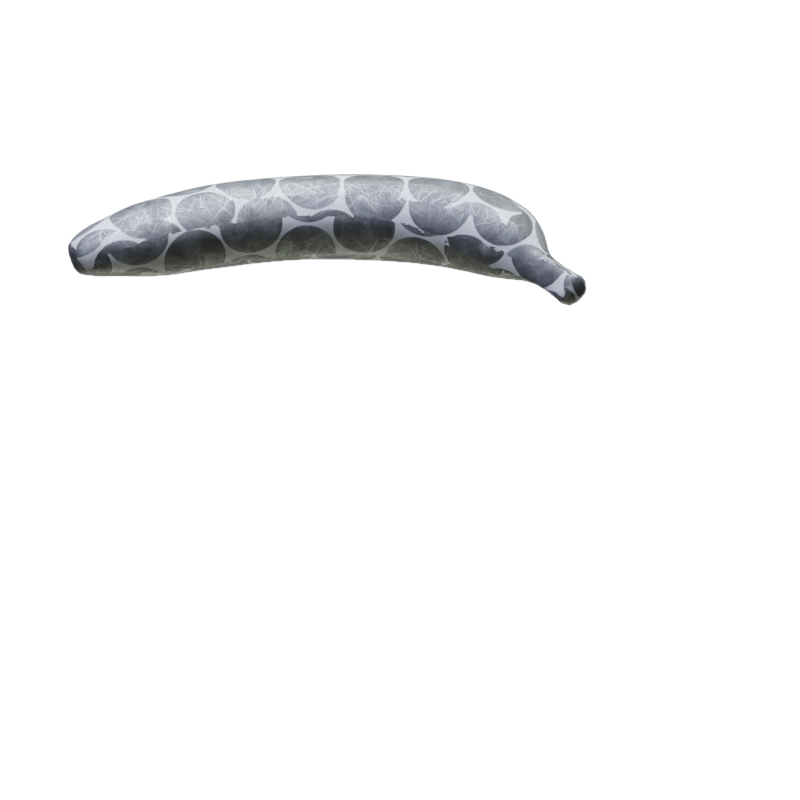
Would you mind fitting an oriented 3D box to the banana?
[{"bbox_3d":[-0.029,-0.069,0.445,0.199,0.035,0.072,2,23,5],"label":"banana"}]
